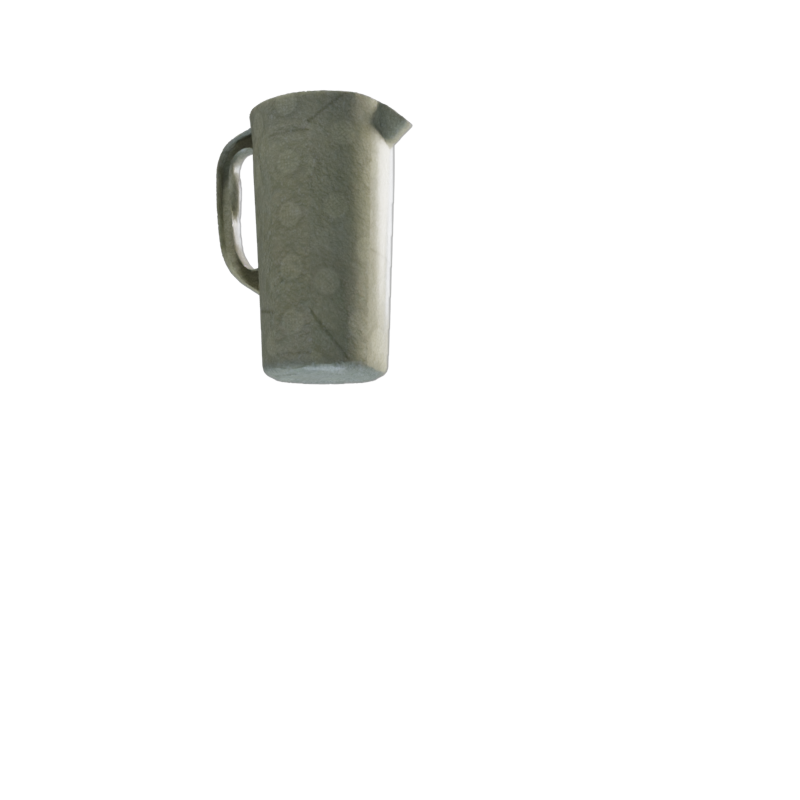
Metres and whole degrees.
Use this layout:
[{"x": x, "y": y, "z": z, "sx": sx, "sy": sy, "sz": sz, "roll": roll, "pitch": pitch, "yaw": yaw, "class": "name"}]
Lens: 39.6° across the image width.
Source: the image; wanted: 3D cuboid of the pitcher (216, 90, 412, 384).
[{"x": -0.076, "y": -0.139, "z": 0.974, "sx": 0.141, "sy": 0.250, "sz": 0.150, "roll": 4, "pitch": -11, "yaw": -23, "class": "pitcher"}]
